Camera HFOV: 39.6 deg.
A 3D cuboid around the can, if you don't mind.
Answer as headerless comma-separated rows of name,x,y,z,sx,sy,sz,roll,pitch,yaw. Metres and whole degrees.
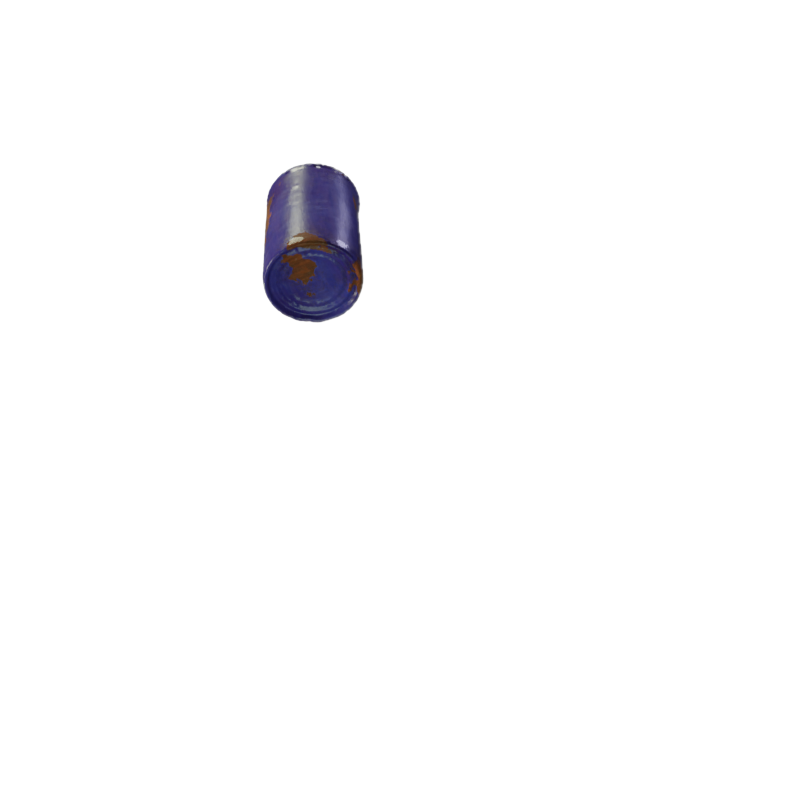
can,-0.060,-0.109,0.765,0.068,0.064,0.109,-1,38,-3
